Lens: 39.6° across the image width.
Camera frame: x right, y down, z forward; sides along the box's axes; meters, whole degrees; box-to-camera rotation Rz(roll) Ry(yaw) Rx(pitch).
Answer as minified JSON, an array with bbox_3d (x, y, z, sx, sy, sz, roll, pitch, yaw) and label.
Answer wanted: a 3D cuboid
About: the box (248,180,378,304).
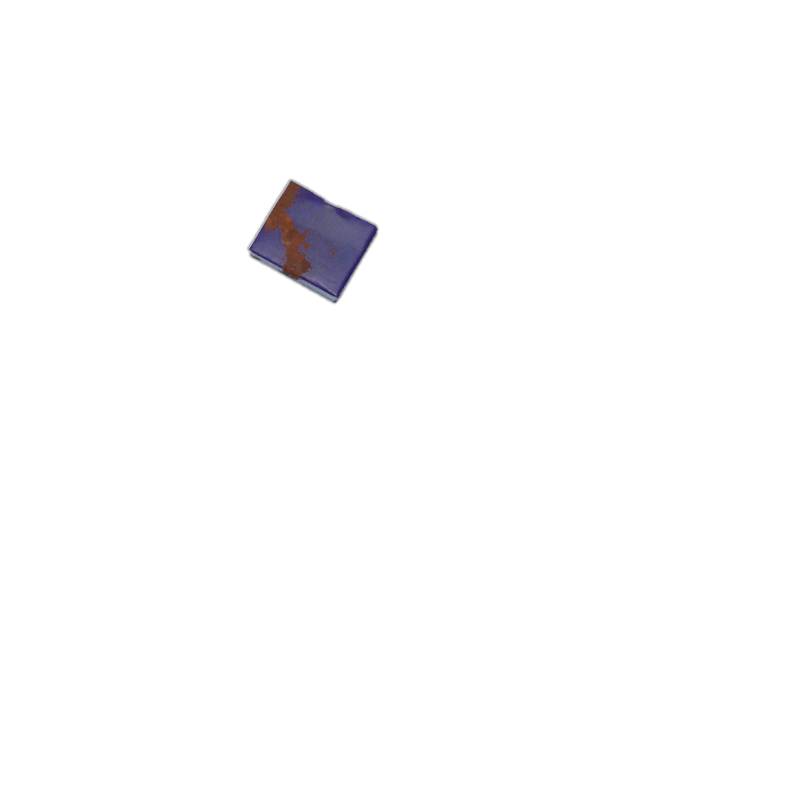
[{"bbox_3d":[-0.075,-0.137,0.958,0.091,0.074,0.029,29,-12,6],"label":"box"}]
